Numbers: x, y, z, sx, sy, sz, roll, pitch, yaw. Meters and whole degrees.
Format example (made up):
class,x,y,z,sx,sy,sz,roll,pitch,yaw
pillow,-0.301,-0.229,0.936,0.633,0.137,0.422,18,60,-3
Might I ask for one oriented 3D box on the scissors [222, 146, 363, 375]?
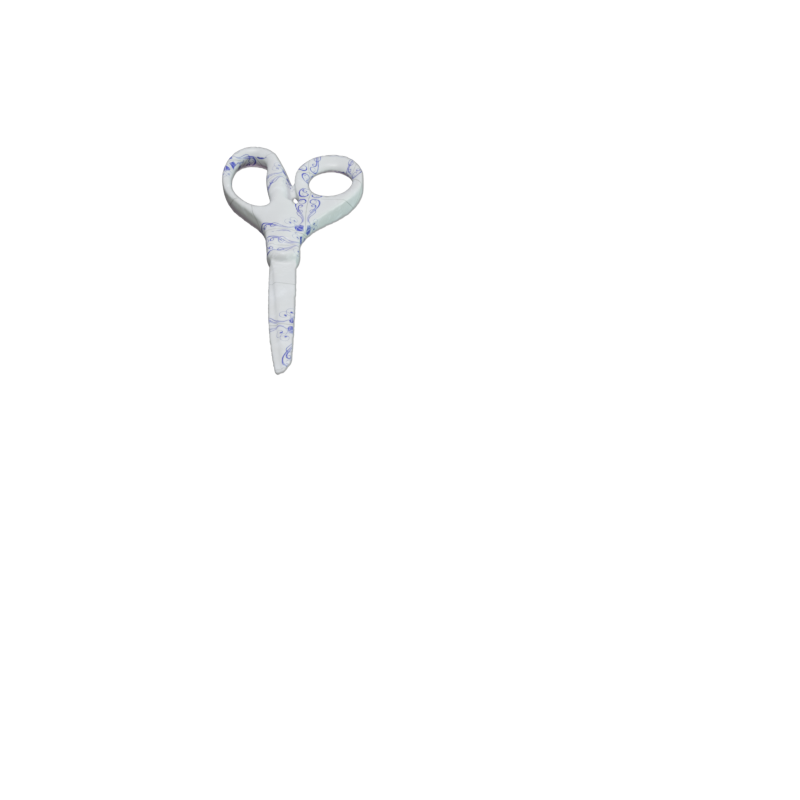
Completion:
class,x,y,z,sx,sy,sz,roll,pitch,yaw
scissors,-0.050,-0.091,0.637,0.095,0.015,0.219,-12,43,-13
